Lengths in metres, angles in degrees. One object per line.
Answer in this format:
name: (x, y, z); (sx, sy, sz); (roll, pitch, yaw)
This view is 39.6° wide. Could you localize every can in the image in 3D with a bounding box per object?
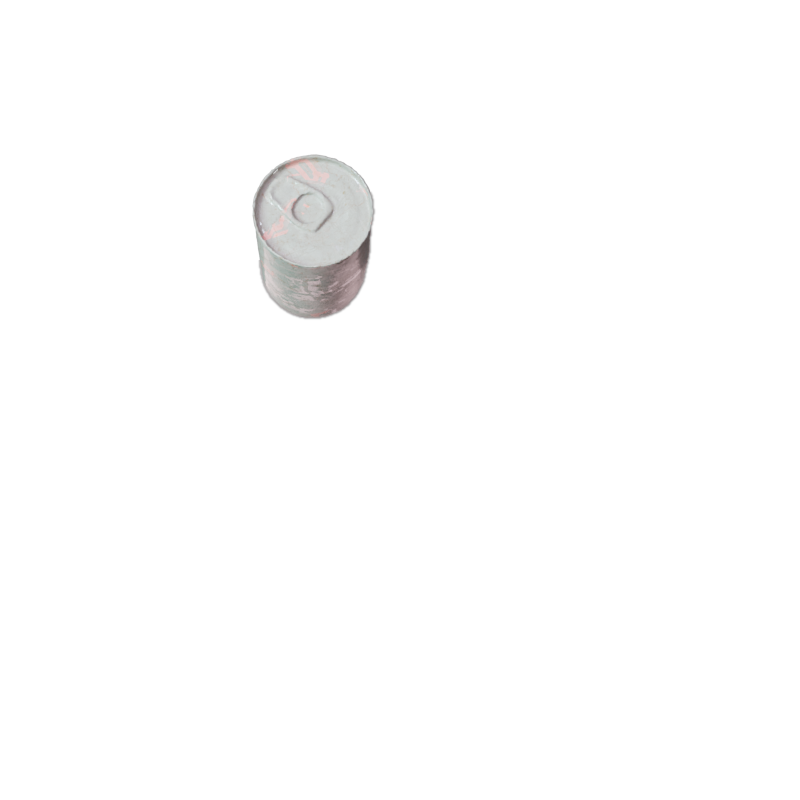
can: (-0.052, -0.095, 0.664); (0.068, 0.072, 0.098); (0, -16, -3)
